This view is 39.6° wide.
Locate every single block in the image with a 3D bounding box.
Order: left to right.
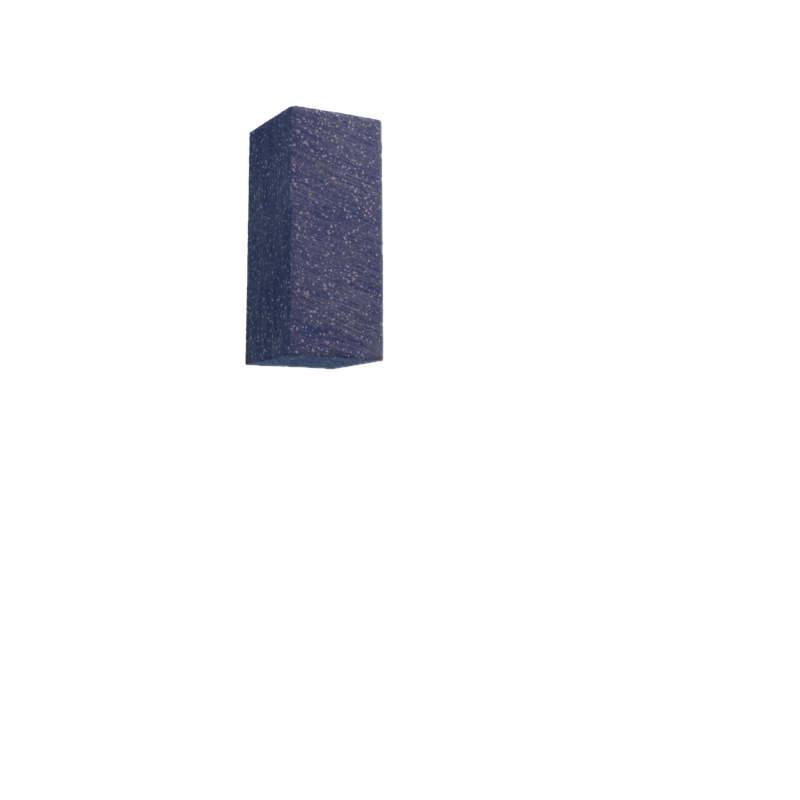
[{"bbox_3d":[-0.073,-0.135,0.945,0.087,0.212,0.092,5,-12,-30],"label":"block"}]
